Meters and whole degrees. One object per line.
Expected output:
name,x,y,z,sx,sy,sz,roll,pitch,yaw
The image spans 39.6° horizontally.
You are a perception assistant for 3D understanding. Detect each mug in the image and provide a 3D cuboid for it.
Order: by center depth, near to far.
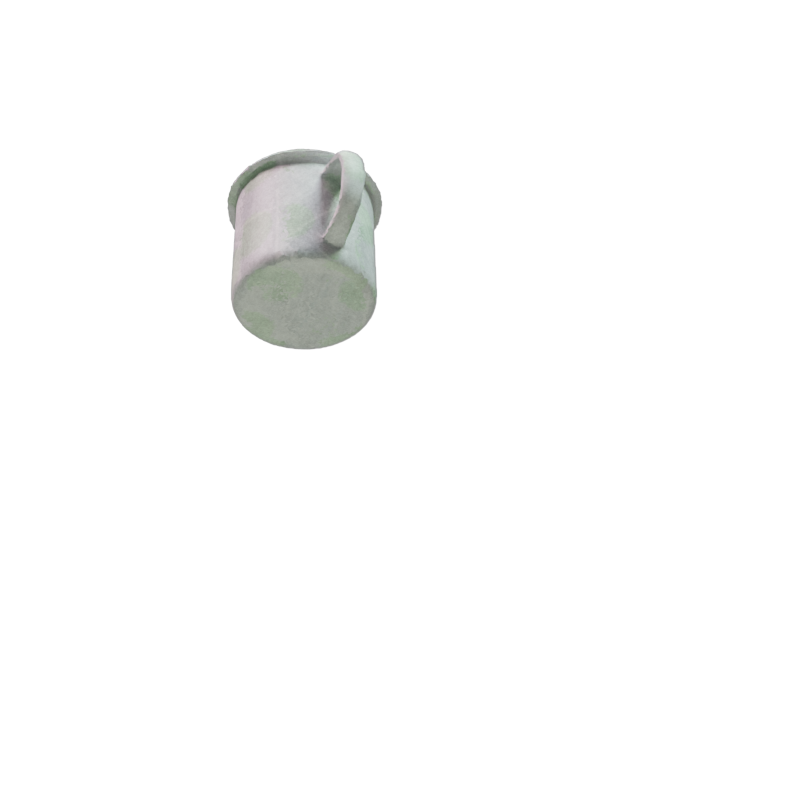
mug,-0.049,-0.090,0.631,0.090,0.087,0.113,19,-44,-22
